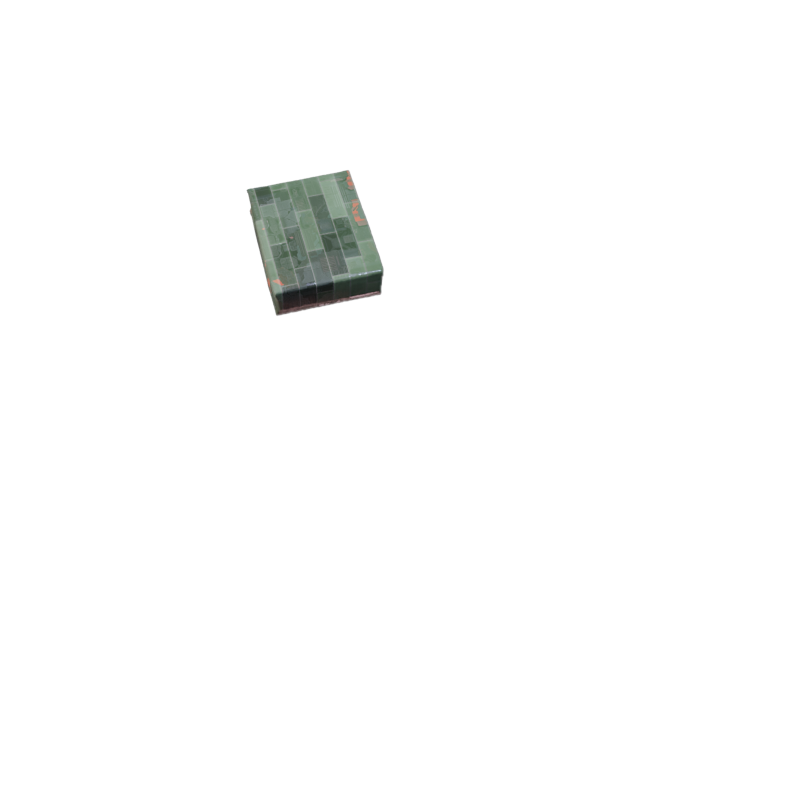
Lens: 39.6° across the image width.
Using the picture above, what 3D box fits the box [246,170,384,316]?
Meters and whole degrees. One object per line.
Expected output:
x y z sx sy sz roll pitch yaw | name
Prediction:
-0.071 -0.130 0.912 0.089 0.122 0.036 -12 -35 -9 | box
